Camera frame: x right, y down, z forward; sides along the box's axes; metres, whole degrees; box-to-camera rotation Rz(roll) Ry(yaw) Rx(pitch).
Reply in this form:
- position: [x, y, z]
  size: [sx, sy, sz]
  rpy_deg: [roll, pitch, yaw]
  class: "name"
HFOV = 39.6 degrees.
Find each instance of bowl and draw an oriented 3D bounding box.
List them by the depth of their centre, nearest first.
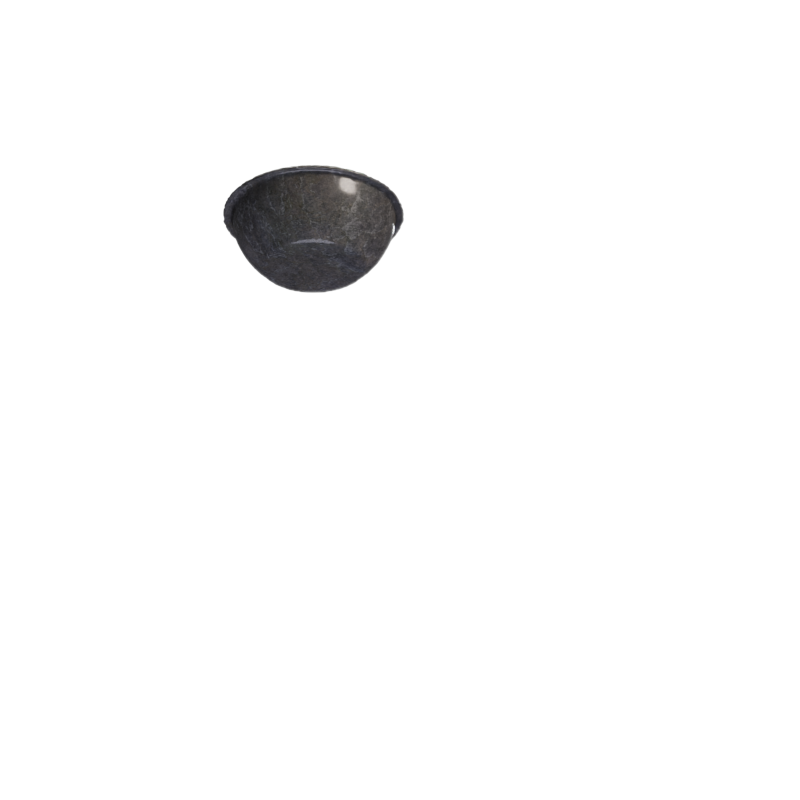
- position: [-0.077, -0.140, 0.982]
  size: [0.162, 0.058, 0.153]
  rpy_deg: [1, -26, -2]
  class: "bowl"
